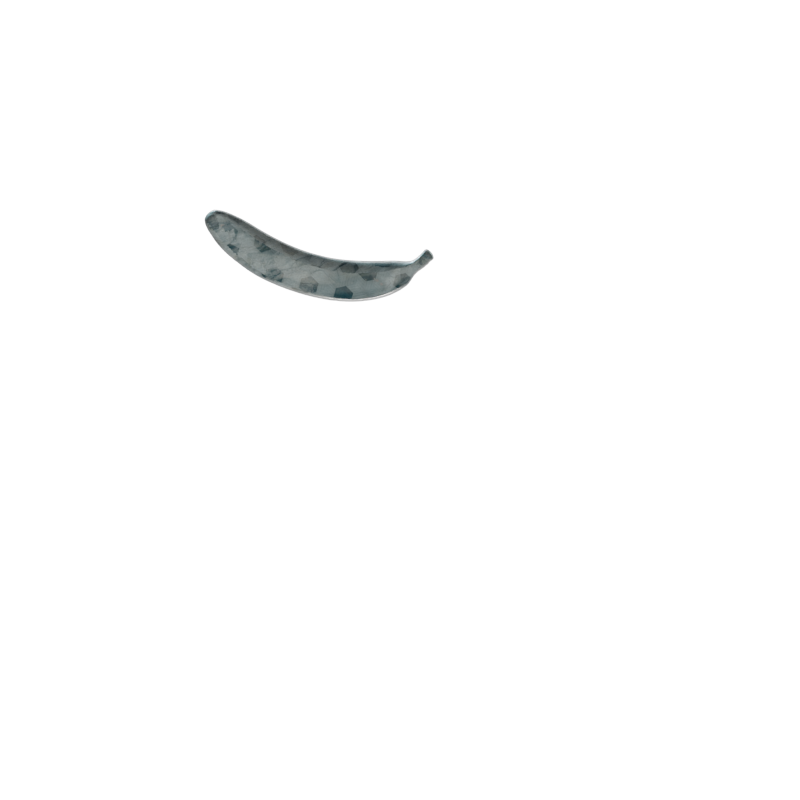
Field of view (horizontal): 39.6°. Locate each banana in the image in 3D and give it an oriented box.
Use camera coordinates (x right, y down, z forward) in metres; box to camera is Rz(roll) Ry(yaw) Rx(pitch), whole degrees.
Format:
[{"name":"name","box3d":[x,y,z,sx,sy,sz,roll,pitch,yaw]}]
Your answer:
[{"name":"banana","box3d":[-0.075,-0.121,0.966,0.196,0.066,0.039,9,30,-5]}]
